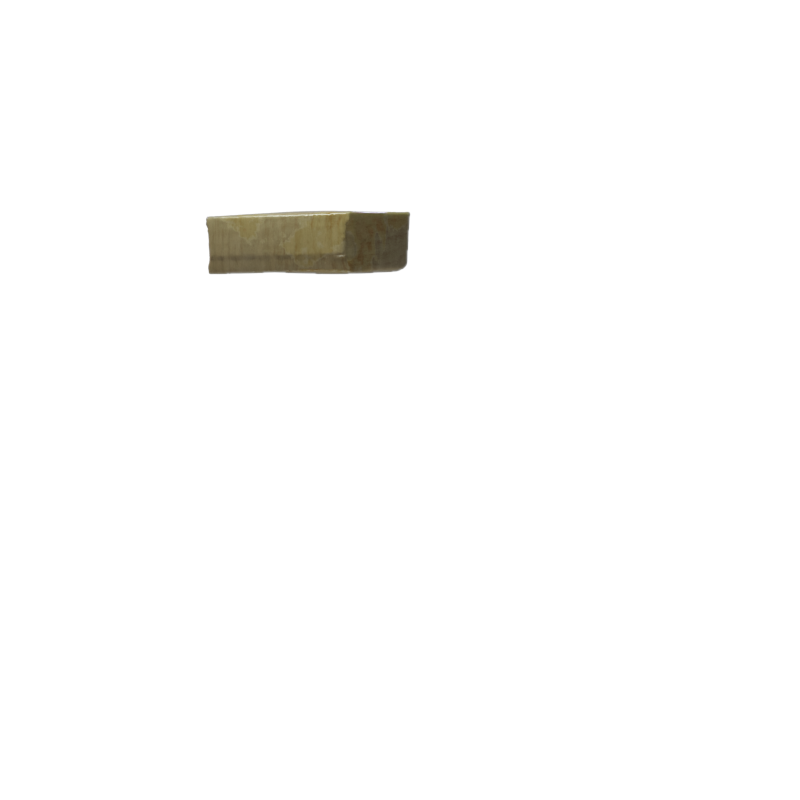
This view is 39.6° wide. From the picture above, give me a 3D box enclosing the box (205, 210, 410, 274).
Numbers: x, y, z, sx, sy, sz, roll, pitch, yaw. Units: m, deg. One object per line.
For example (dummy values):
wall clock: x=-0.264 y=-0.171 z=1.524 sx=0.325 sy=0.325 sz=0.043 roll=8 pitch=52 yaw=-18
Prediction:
box: x=-0.052 y=-0.095 z=0.669 sx=0.092 sy=0.039 sz=0.111 roll=2 pitch=7 yaw=20
